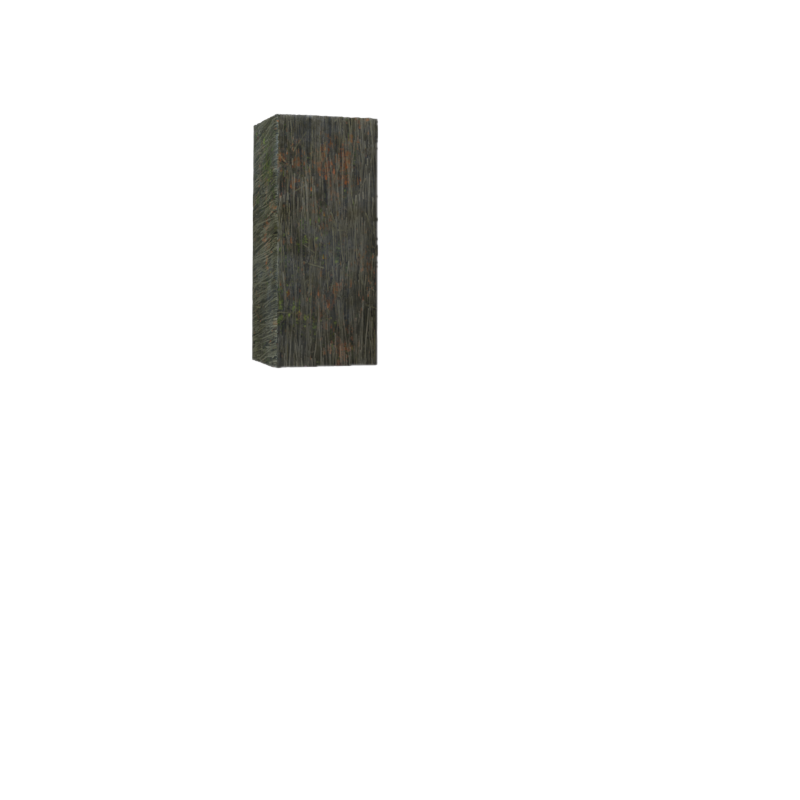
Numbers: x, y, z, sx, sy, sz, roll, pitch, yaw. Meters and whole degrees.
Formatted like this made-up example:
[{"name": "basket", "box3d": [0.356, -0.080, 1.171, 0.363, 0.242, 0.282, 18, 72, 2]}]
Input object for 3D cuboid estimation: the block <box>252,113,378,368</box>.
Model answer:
[{"name": "block", "box3d": [-0.074, -0.136, 0.949, 0.089, 0.207, 0.092, 0, 0, -19]}]
